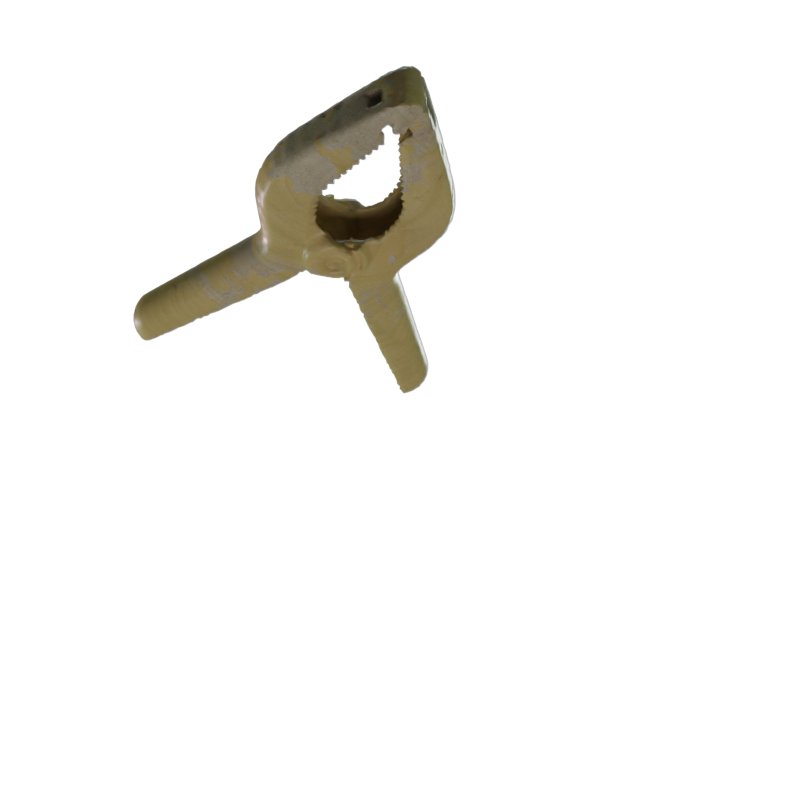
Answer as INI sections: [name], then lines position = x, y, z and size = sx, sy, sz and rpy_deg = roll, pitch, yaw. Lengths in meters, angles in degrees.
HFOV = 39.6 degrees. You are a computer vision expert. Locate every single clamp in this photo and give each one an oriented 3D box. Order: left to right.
[clamp]
position = -0.043, -0.078, 0.543
size = 0.162, 0.039, 0.199
rpy_deg = 8, -39, -10
